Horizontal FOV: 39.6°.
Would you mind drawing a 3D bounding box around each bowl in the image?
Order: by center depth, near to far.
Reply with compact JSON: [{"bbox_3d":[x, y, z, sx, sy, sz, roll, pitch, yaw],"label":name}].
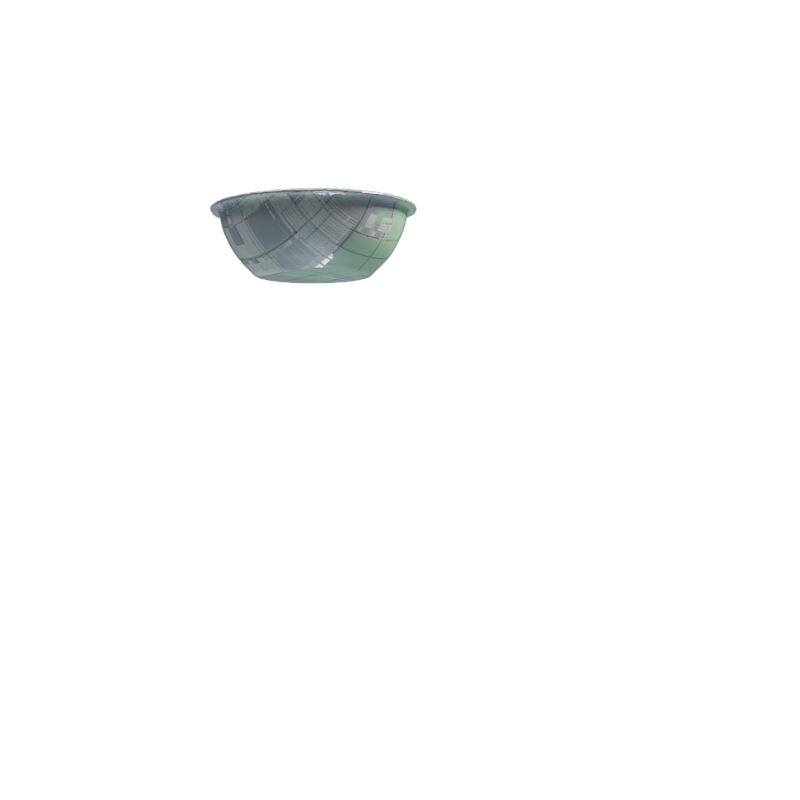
[{"bbox_3d":[-0.068,-0.124,0.865,0.162,0.056,0.160,0,-2,-2],"label":"bowl"}]
